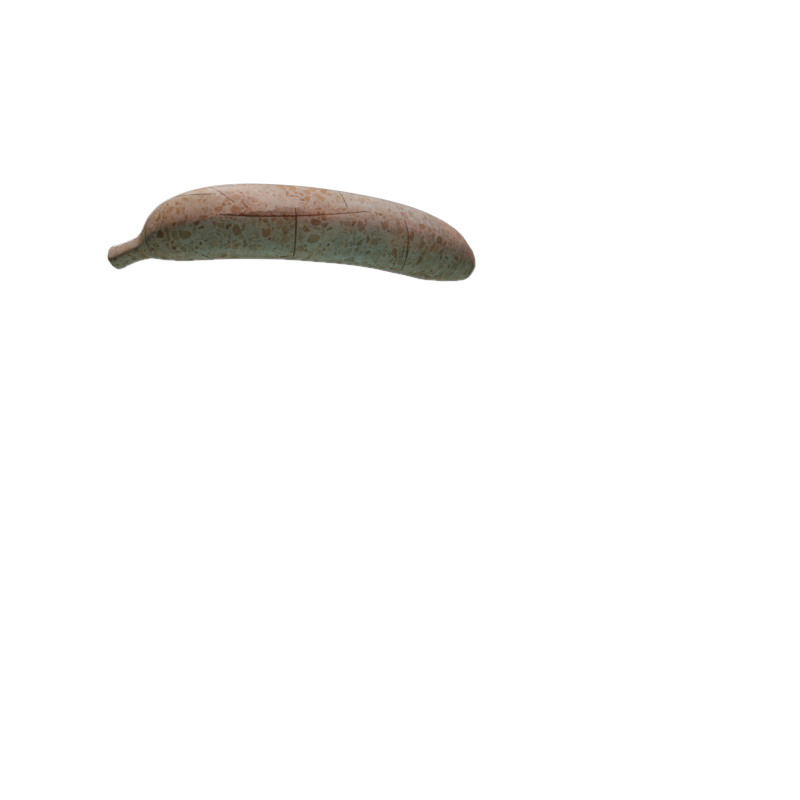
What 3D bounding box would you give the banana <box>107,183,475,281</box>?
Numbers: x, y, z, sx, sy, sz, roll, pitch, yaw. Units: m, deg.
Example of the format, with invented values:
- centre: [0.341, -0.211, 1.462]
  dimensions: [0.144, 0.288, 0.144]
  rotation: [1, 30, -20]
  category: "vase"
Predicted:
- centre: [-0.041, -0.082, 0.549]
  dimensions: [0.192, 0.038, 0.070]
  rotation: [2, -6, -20]
  category: "banana"
